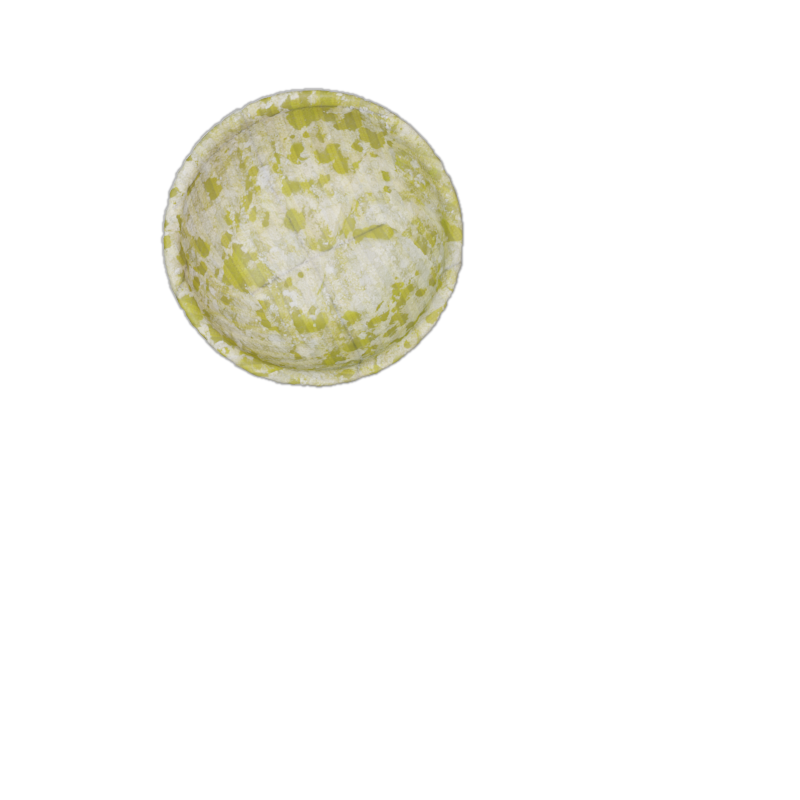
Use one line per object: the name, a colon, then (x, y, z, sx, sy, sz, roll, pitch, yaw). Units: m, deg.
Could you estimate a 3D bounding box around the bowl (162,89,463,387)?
bowl: (-0.049, -0.088, 0.620, 0.162, 0.165, 0.054, 0, -7, 0)
